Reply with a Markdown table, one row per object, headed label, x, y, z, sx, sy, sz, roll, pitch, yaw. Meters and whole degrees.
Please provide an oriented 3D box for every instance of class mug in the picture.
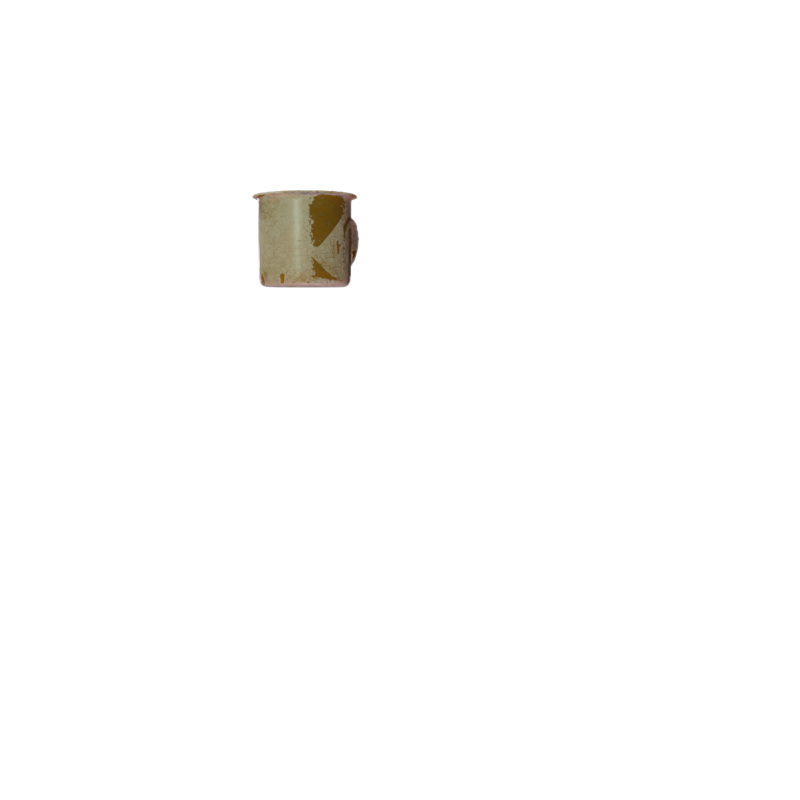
| label | x | y | z | sx | sy | sz | roll | pitch | yaw |
| --- | --- | --- | --- | --- | --- | --- | --- | --- | --- |
| mug | -0.078 | -0.142 | 0.992 | 0.097 | 0.082 | 0.113 | 1 | 2 | 36 |
